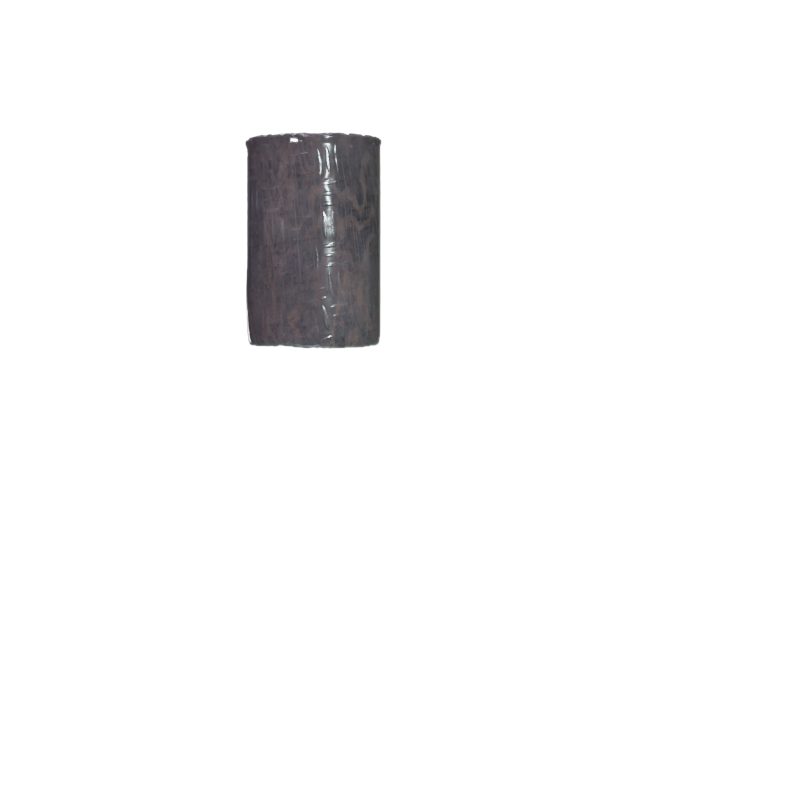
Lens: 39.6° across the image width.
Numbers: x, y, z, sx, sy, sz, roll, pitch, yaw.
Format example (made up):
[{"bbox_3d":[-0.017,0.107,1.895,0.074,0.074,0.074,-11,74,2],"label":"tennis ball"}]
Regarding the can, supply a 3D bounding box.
[{"bbox_3d":[-0.043,-0.079,0.553,0.068,0.102,0.069,0,1,-2],"label":"can"}]
